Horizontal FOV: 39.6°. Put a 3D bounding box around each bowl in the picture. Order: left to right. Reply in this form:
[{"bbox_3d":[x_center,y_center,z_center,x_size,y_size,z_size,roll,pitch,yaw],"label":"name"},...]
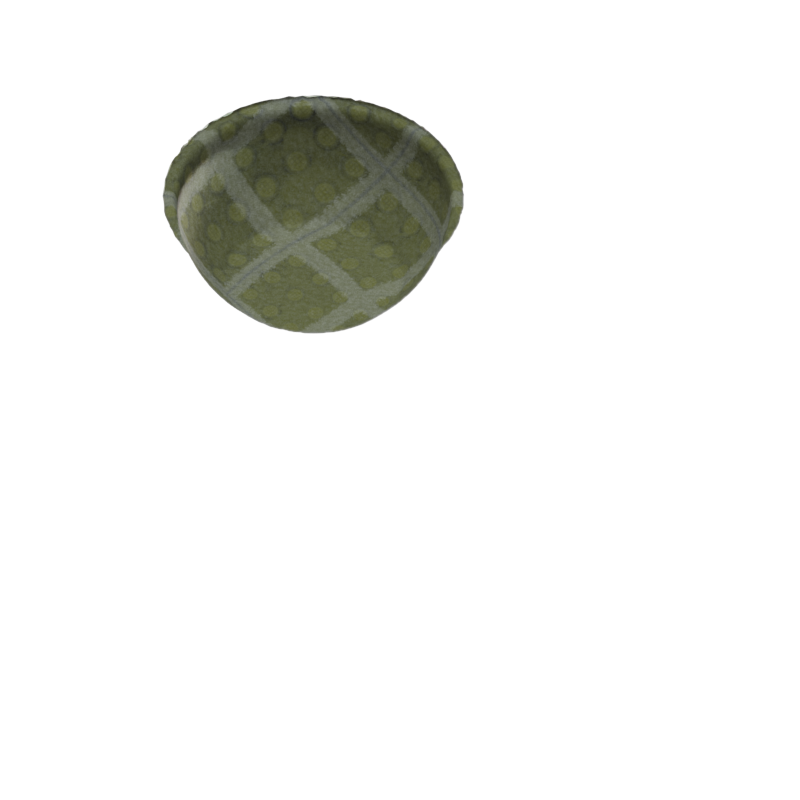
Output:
[{"bbox_3d":[-0.046,-0.083,0.582,0.162,0.059,0.151,1,-36,-2],"label":"bowl"}]
